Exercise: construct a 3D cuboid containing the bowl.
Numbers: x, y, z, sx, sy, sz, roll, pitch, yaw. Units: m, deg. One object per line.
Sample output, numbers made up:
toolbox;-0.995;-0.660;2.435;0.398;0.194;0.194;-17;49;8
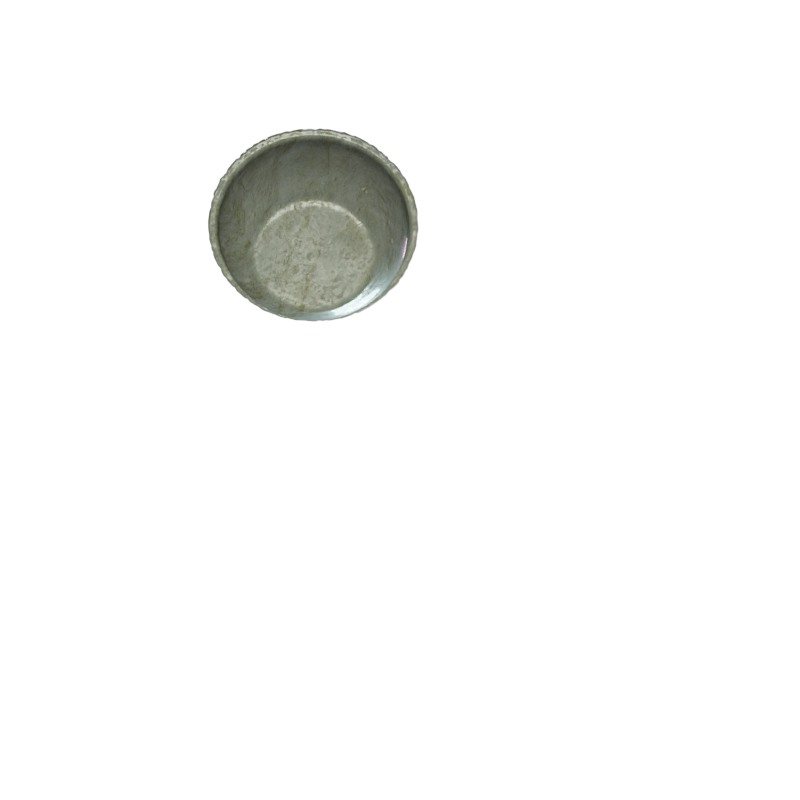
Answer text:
bowl;-0.065;-0.118;0.830;0.162;0.153;0.058;1;26;-1
